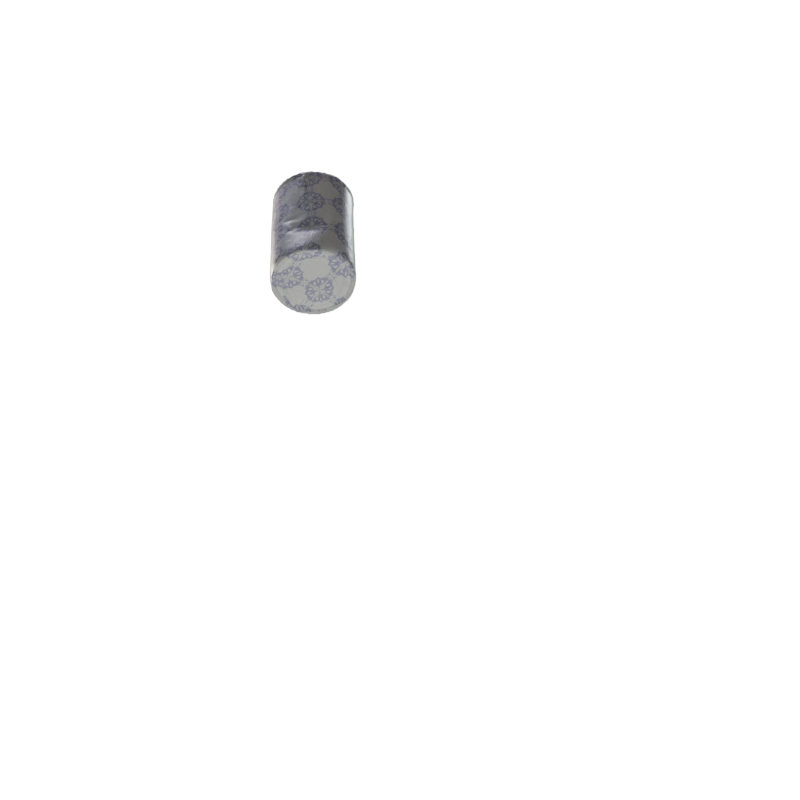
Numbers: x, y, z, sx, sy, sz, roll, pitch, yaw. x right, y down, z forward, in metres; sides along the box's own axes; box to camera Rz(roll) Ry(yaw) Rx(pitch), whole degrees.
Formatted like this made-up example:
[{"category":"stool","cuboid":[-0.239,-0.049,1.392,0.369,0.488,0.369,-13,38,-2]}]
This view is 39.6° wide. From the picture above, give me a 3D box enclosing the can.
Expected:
[{"category":"can","cuboid":[-0.069,-0.126,0.886,0.068,0.064,0.110,-1,43,-3]}]
